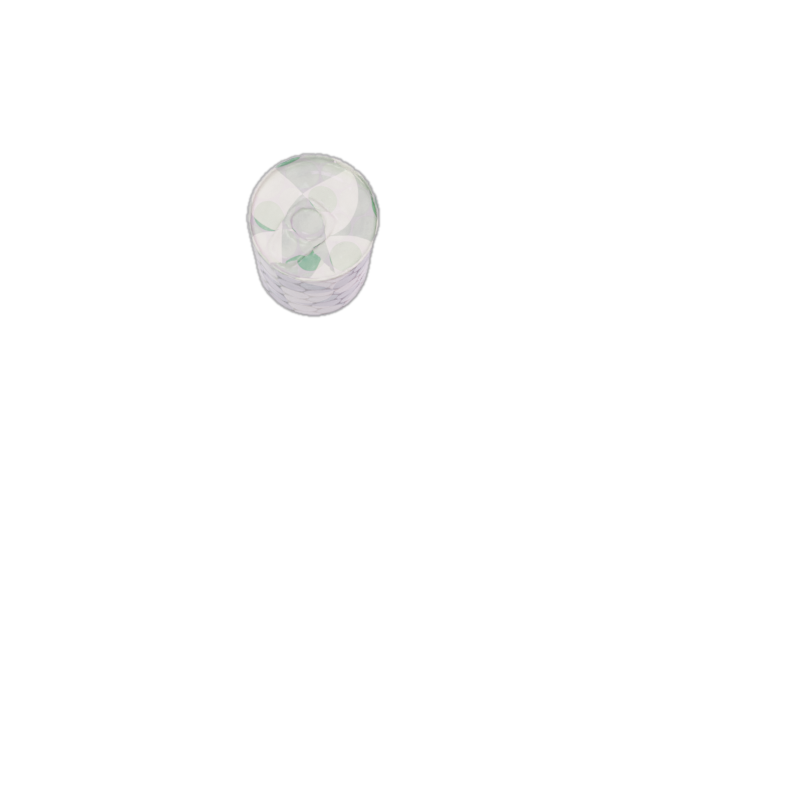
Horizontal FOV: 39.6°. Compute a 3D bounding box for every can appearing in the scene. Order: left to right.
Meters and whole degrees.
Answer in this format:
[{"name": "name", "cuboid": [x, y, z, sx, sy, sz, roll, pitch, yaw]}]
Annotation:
[{"name": "can", "cuboid": [-0.048, -0.088, 0.617, 0.068, 0.071, 0.099, 0, -10, -3]}]
